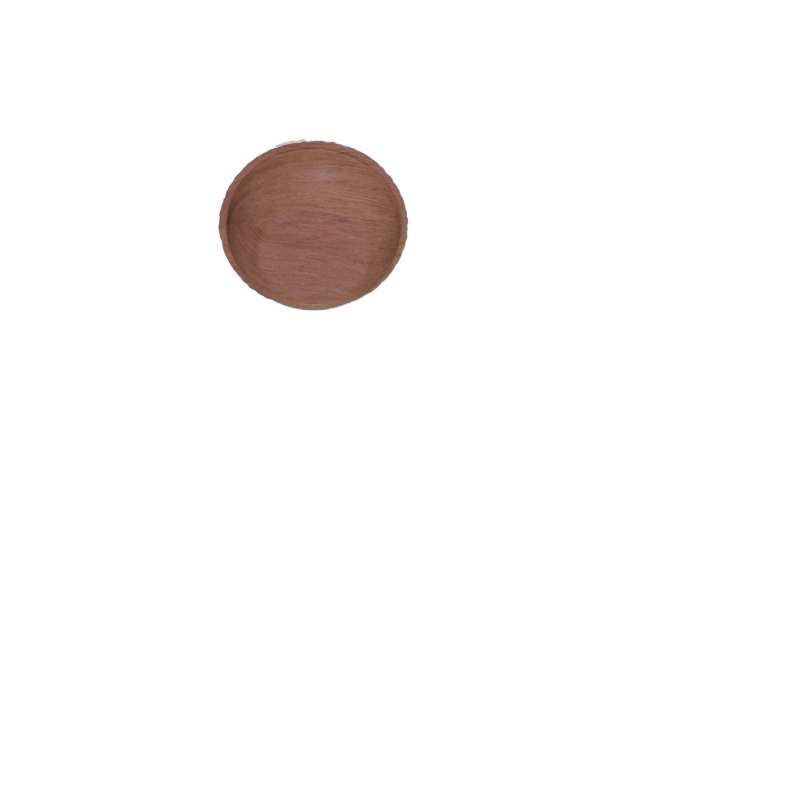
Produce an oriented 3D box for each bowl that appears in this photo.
[{"bbox_3d":[-0.072,-0.132,0.923,0.162,0.153,0.058,1,30,-1],"label":"bowl"}]
